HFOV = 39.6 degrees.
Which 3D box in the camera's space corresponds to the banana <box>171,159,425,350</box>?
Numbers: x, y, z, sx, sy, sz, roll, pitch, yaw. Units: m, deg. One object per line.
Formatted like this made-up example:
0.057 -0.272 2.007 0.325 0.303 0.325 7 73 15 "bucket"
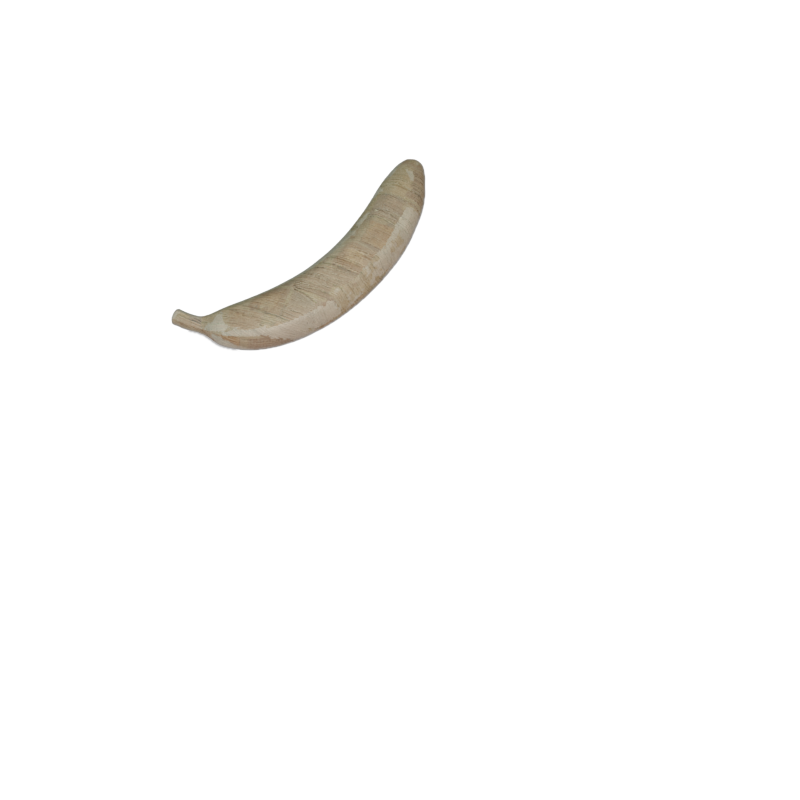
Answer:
-0.048 -0.086 0.708 0.198 0.073 0.035 -35 -21 -16 "banana"
